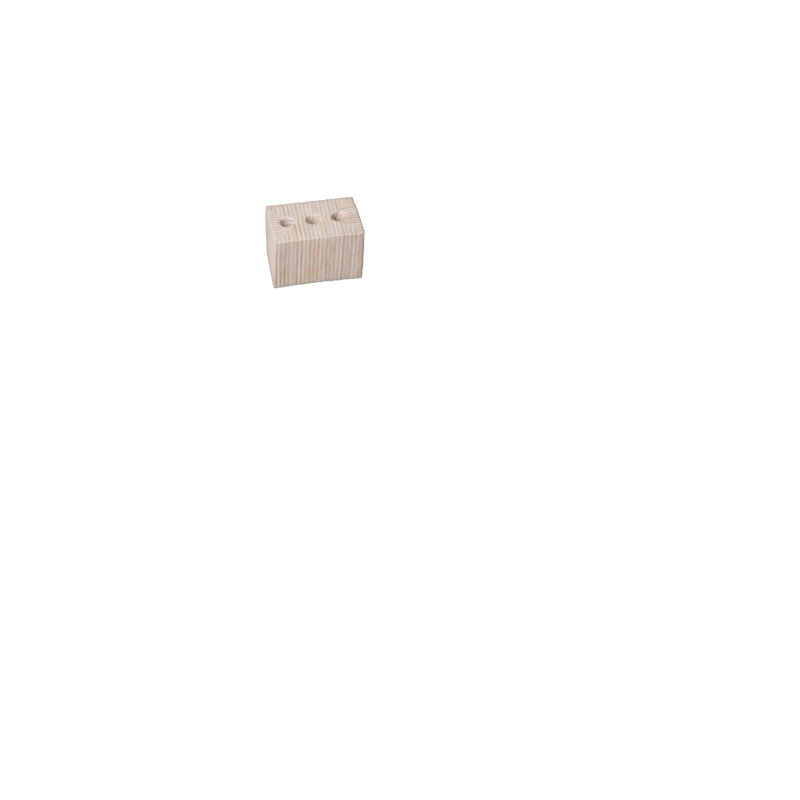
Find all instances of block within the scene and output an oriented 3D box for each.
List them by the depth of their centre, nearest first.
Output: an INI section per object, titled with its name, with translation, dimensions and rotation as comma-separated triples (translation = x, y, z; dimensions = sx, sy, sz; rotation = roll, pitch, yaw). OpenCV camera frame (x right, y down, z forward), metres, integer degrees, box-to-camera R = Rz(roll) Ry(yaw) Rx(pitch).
[block]
translation = -0.074, -0.134, 0.942
dimensions = 0.077, 0.048, 0.057
rotation = -8, 45, -9
